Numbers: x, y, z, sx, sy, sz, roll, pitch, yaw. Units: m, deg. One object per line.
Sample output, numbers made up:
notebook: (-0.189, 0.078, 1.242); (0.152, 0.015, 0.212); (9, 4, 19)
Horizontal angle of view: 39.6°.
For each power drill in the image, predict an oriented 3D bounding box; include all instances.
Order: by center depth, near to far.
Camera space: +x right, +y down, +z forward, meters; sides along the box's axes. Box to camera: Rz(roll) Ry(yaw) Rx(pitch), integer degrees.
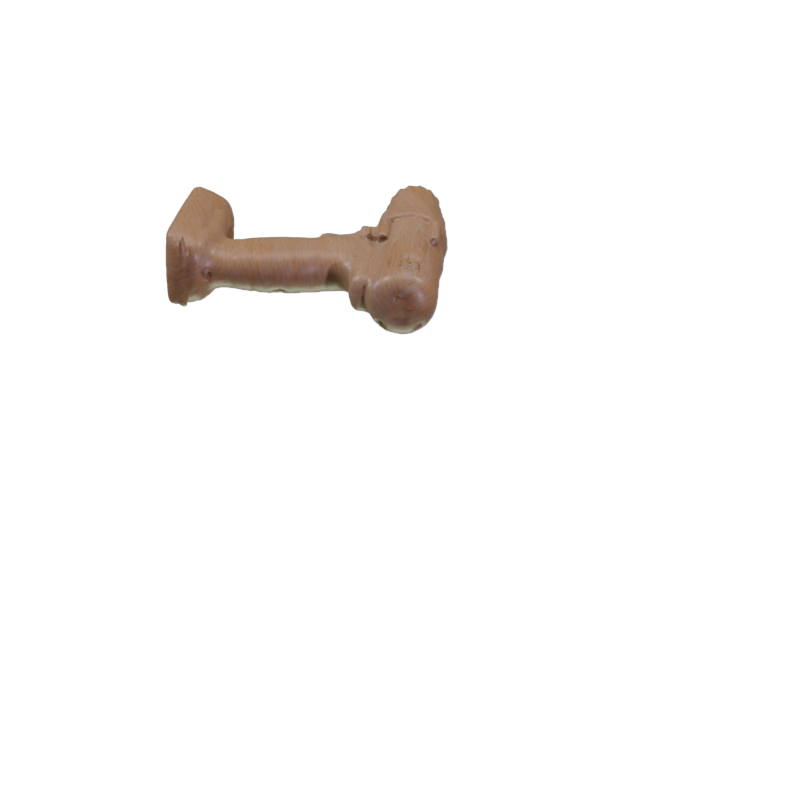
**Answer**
power drill: (-0.061, -0.111, 0.779); (0.189, 0.054, 0.193); (3, 28, 5)
